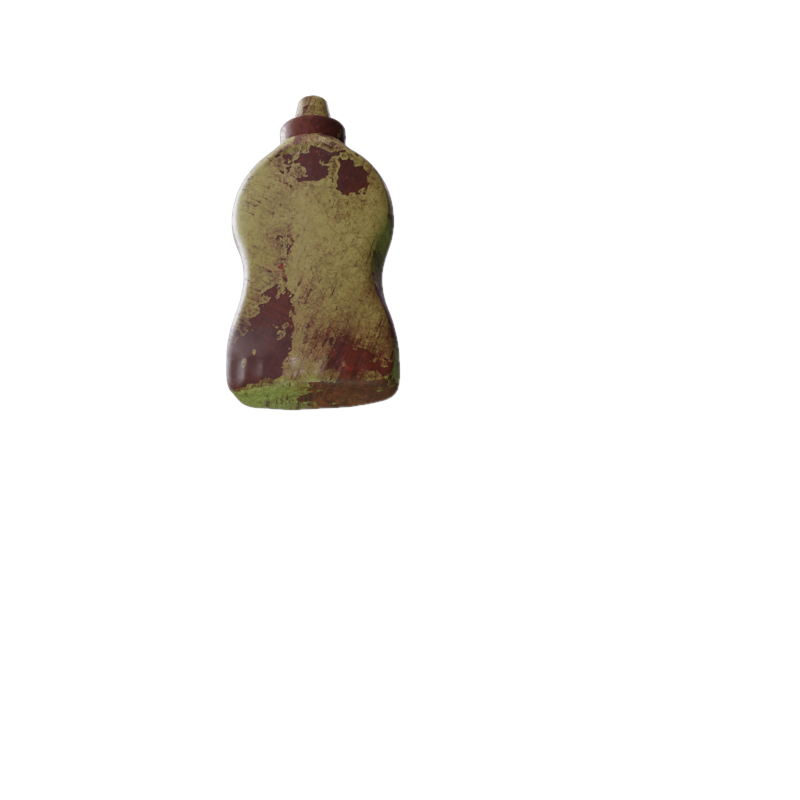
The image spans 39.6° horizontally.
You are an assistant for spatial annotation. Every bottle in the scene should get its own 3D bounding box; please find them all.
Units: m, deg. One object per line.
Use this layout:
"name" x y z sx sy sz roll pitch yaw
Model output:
"bottle" -0.051 -0.094 0.656 0.097 0.202 0.055 -5 -23 10
